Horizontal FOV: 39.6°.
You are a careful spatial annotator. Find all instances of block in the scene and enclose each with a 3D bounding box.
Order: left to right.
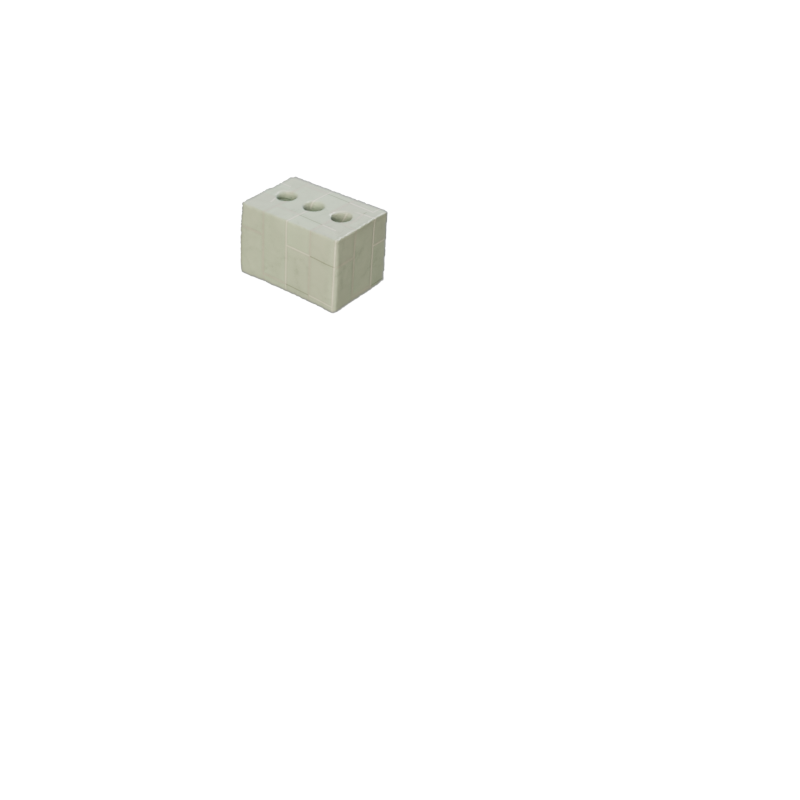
[{"bbox_3d":[-0.054,-0.098,0.688,0.082,0.048,0.053,24,40,31],"label":"block"}]
